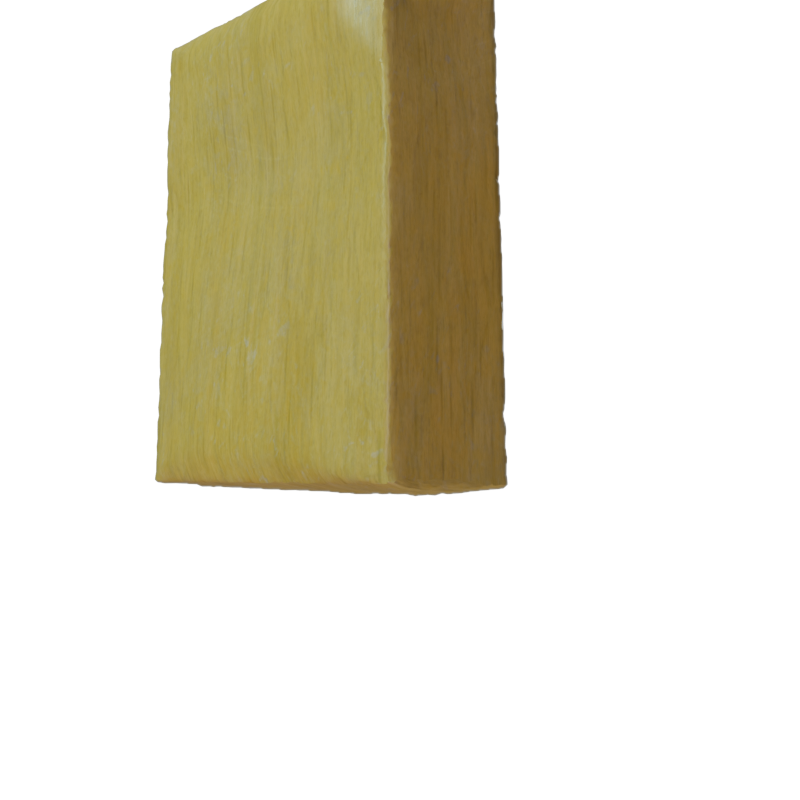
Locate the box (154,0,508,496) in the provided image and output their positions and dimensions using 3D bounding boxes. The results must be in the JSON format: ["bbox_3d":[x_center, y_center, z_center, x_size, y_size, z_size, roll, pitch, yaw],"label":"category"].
[{"bbox_3d":[-0.038,-0.070,0.488,0.068,0.219,0.168,8,-11,-41],"label":"box"}]
